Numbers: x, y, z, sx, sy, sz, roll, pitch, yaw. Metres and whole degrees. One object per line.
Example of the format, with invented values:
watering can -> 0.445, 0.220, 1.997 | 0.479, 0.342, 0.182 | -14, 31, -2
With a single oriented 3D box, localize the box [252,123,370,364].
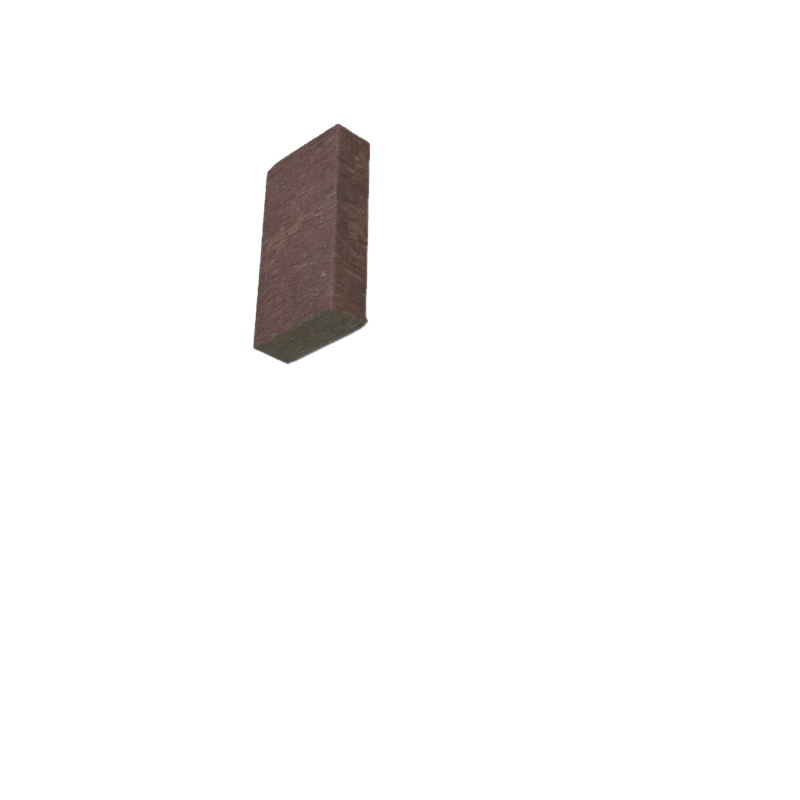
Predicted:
box -> -0.070, -0.127, 0.890 | 0.093, 0.188, 0.045 | -27, -38, 36
